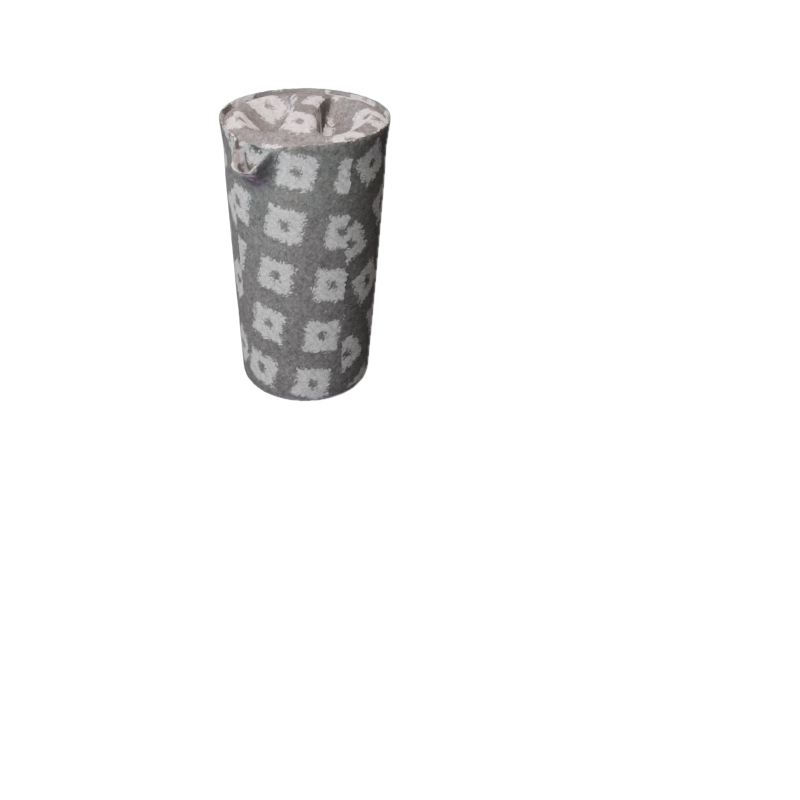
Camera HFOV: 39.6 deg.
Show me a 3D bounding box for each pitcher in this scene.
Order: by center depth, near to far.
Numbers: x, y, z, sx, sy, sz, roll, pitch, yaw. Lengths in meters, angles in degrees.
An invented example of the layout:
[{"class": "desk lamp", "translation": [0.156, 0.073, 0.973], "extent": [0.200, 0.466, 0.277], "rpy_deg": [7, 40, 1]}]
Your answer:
[{"class": "pitcher", "translation": [-0.072, -0.131, 0.916], "extent": [0.147, 0.229, 0.156], "rpy_deg": [-6, 30, -13]}]
